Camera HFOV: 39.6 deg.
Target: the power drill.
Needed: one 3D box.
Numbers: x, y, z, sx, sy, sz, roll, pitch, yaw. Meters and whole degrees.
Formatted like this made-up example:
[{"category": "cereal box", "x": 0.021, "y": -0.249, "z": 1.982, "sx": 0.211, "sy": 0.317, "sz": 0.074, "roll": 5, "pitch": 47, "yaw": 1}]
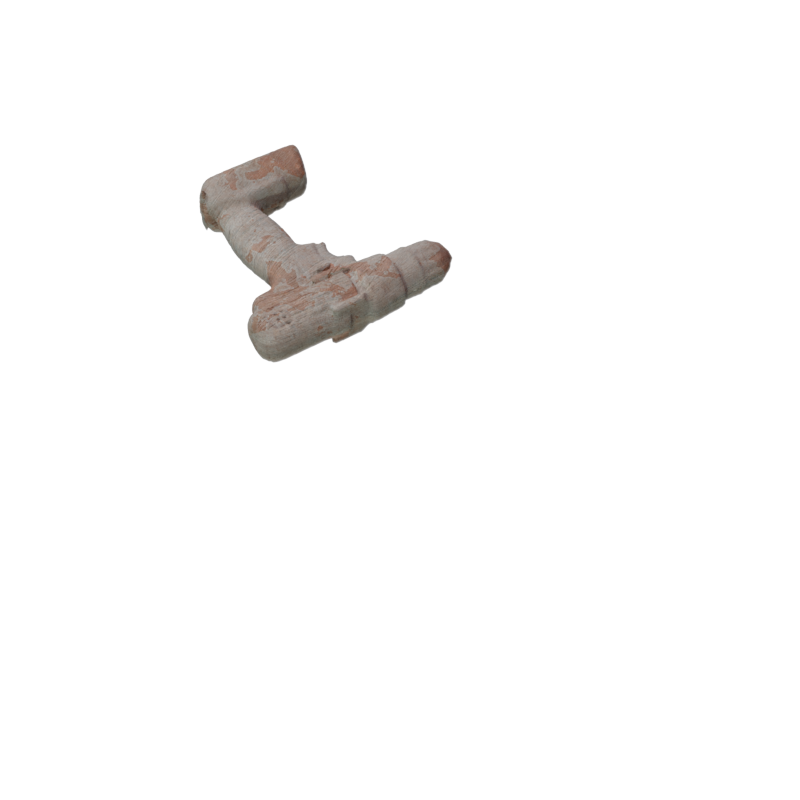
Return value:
[{"category": "power drill", "x": -0.074, "y": -0.136, "z": 0.950, "sx": 0.183, "sy": 0.202, "sz": 0.053, "roll": -25, "pitch": -34, "yaw": -19}]
